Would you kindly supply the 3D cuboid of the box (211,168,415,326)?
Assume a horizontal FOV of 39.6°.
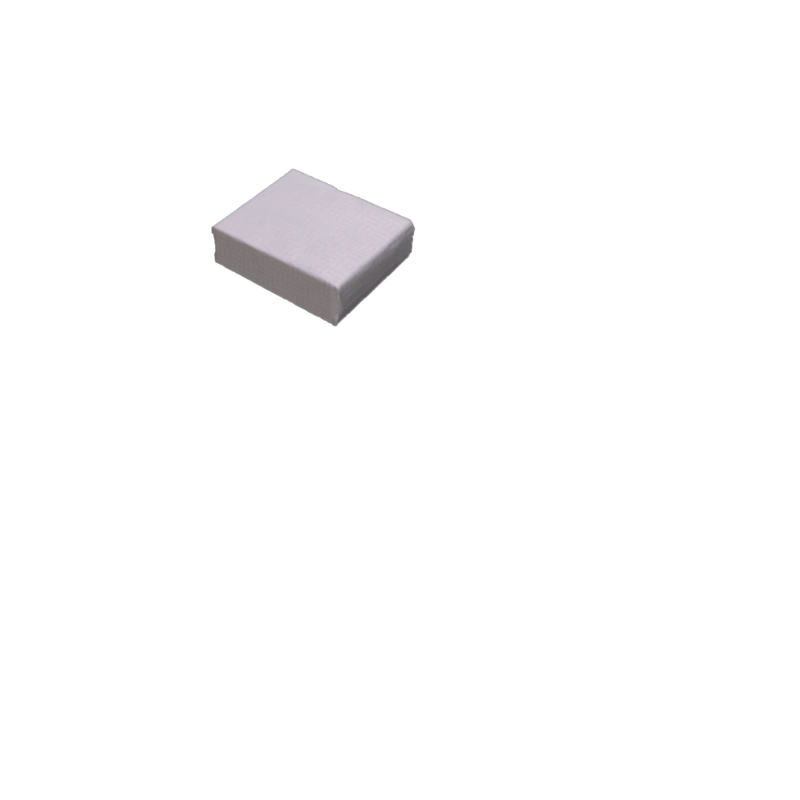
[{"bbox_3d":[-0.048,-0.089,0.621,0.094,0.028,0.074,27,49,26],"label":"box"}]
